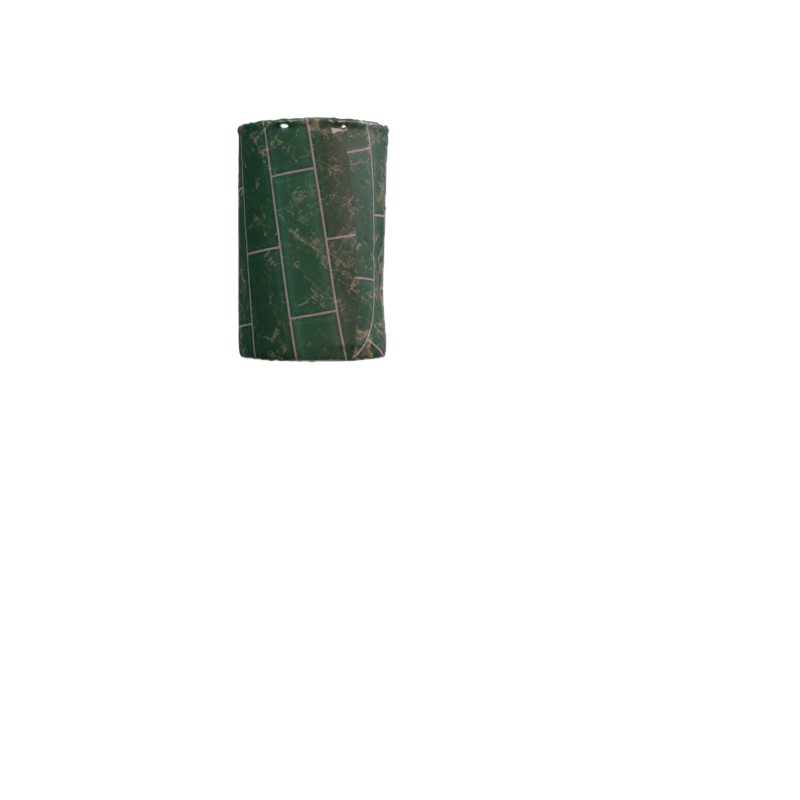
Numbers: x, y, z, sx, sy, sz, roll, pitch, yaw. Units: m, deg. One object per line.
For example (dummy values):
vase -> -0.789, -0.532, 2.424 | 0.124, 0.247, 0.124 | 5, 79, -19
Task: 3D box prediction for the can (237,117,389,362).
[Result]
can -> -0.039, -0.071, 0.494 | 0.068, 0.102, 0.069 | 0, 1, -2
